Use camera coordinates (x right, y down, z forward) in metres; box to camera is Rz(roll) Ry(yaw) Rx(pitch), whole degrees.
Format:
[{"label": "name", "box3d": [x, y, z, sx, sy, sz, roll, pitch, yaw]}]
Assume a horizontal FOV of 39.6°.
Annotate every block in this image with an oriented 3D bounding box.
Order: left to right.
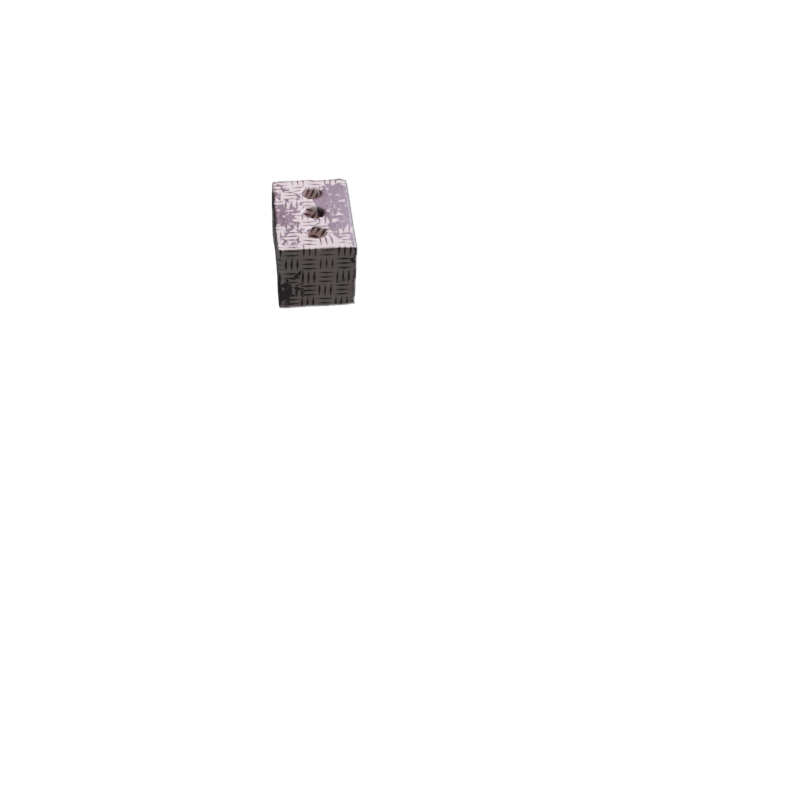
[{"label": "block", "box3d": [-0.058, -0.106, 0.744, 0.052, 0.048, 0.084, -4, 43, -6]}]
